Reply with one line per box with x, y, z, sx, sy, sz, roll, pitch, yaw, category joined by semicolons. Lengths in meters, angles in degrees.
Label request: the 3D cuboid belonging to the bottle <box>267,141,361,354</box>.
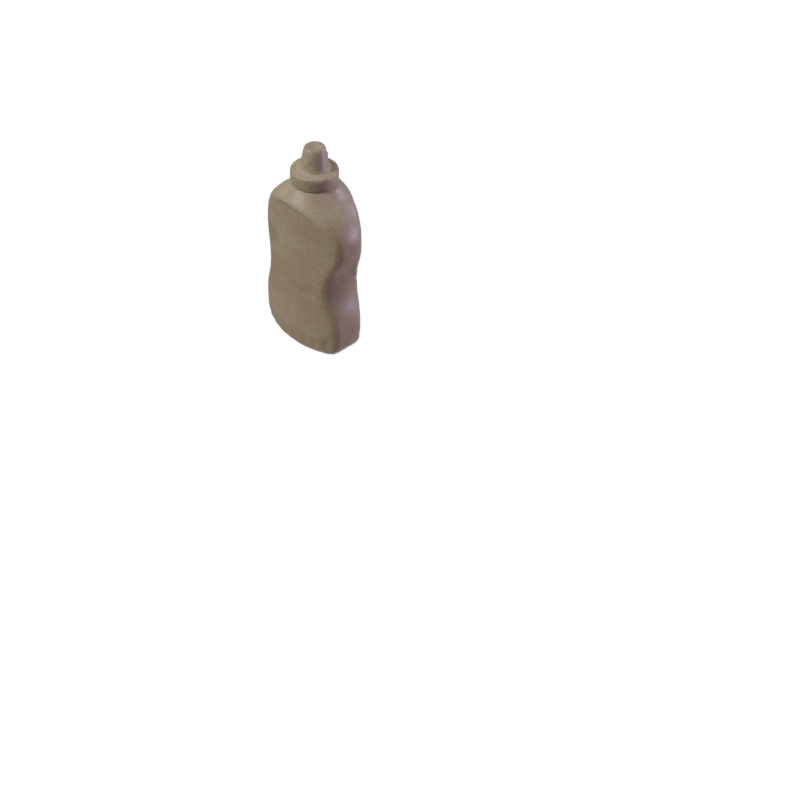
-0.075;-0.137;0.959;0.058;0.179;0.103;-27;48;-31;bottle
